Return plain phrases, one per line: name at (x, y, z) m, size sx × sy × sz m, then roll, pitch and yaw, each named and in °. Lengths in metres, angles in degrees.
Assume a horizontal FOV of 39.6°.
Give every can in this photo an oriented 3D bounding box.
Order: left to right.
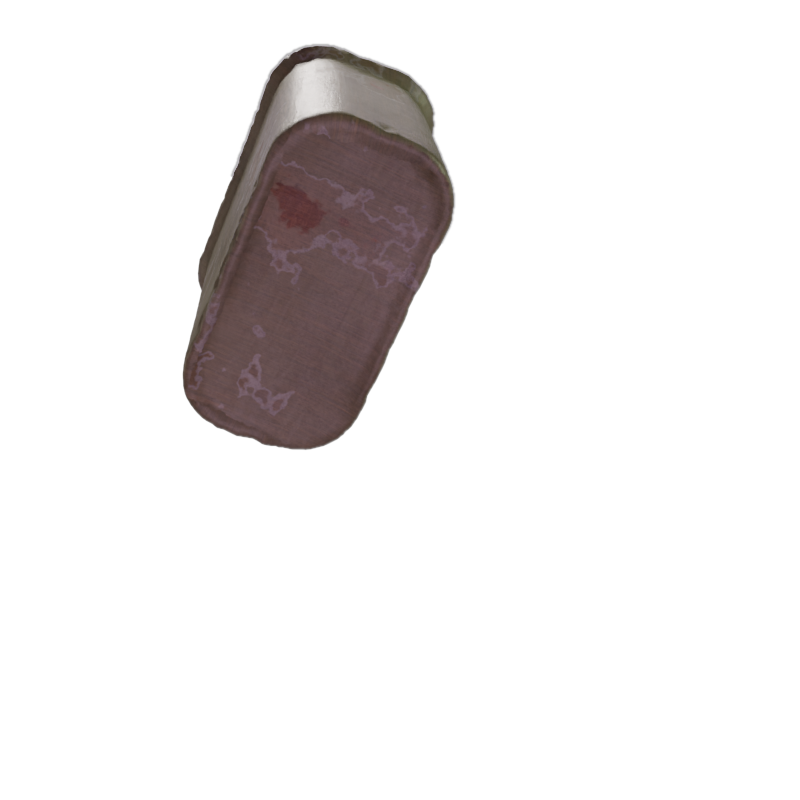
can at (-0.026, -0.048, 0.333) m, size 0.056 × 0.099 × 0.088 m, roll 20°, pitch 21°, yaw -12°
